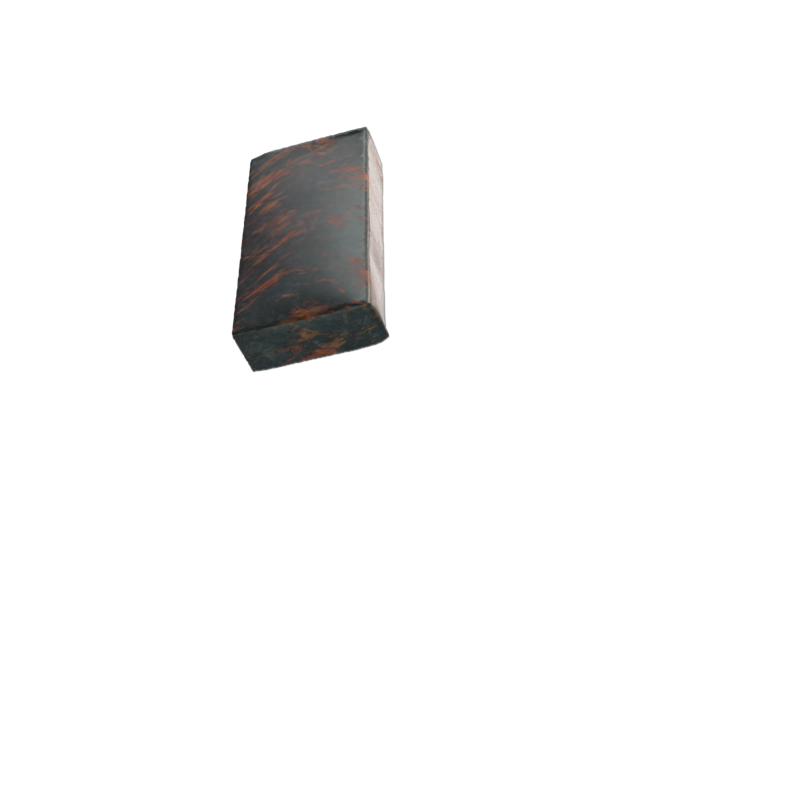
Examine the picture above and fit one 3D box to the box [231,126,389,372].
[{"bbox_3d":[-0.059,-0.107,0.746,0.094,0.189,0.044,-14,-42,12],"label":"box"}]
